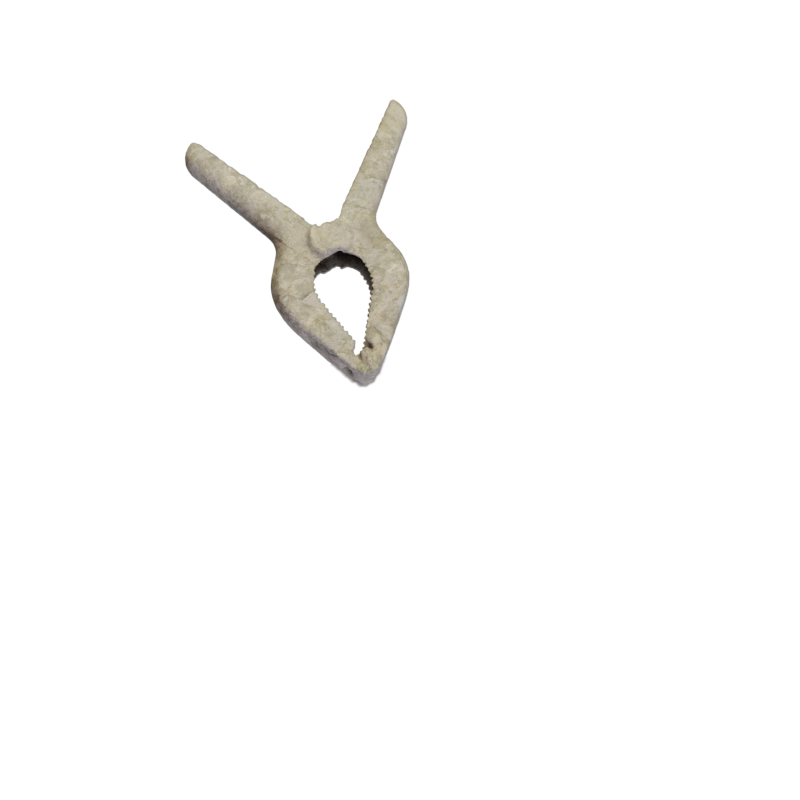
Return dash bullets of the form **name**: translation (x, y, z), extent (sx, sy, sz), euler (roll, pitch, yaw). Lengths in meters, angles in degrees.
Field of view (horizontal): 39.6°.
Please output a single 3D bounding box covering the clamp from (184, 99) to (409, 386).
- **clamp**: translation (-0.060, -0.110, 0.771), extent (0.164, 0.222, 0.034), euler (-8, -24, -4)
